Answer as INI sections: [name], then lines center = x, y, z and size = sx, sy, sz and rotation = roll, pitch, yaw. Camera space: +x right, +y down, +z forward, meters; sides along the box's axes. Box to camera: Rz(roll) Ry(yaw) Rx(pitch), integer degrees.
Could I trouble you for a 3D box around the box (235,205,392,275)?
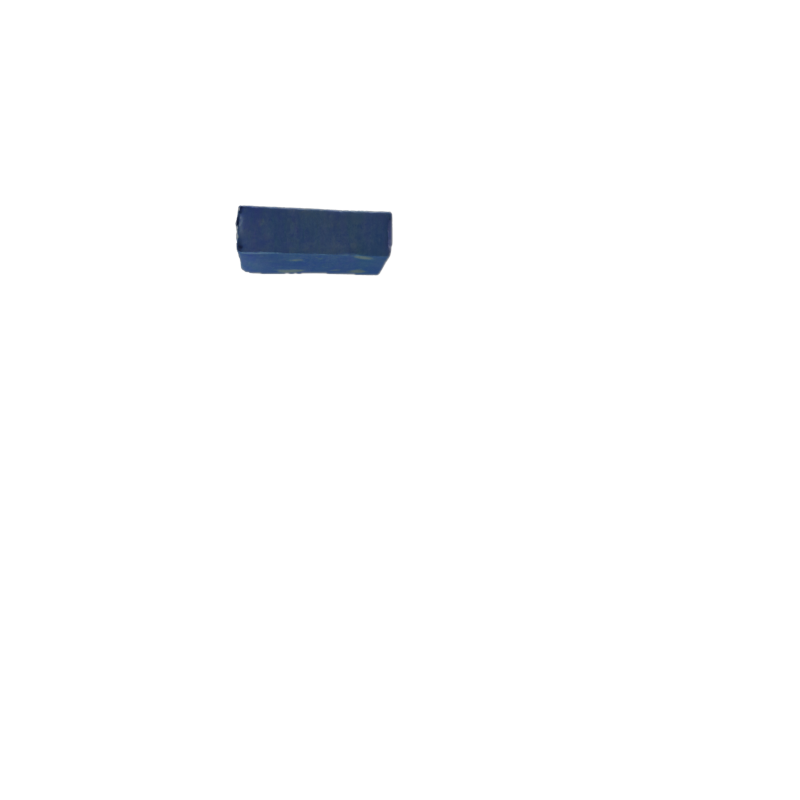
[box]
center = -0.065, -0.118, 0.828
size = 0.113, 0.040, 0.089
rotation = 0, -4, -4
